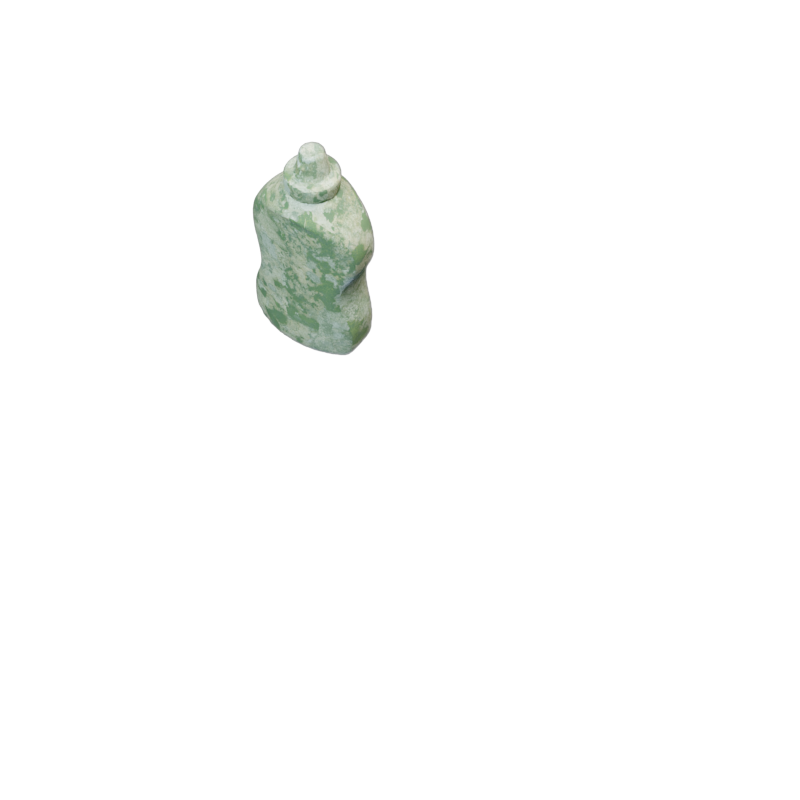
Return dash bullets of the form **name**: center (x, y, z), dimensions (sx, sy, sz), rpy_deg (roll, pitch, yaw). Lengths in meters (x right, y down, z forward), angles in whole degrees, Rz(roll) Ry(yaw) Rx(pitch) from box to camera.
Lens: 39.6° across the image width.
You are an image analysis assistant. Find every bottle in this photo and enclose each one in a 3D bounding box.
- **bottle**: center (-0.065, -0.118, 0.828), dimensions (0.101, 0.059, 0.179), rpy_deg (33, -32, 20)
